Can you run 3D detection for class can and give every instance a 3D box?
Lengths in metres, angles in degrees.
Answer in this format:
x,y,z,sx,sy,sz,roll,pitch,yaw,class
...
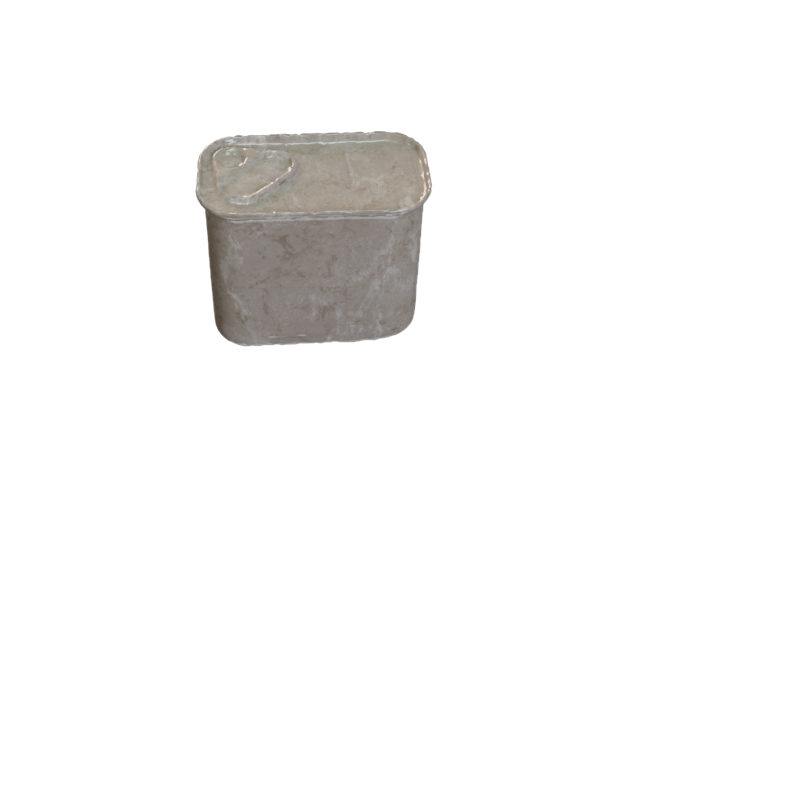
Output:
x,y,z,sx,sy,sz,roll,pitch,yaw,class
-0.040,-0.073,0.511,0.101,0.062,0.078,-2,-45,-3,can
